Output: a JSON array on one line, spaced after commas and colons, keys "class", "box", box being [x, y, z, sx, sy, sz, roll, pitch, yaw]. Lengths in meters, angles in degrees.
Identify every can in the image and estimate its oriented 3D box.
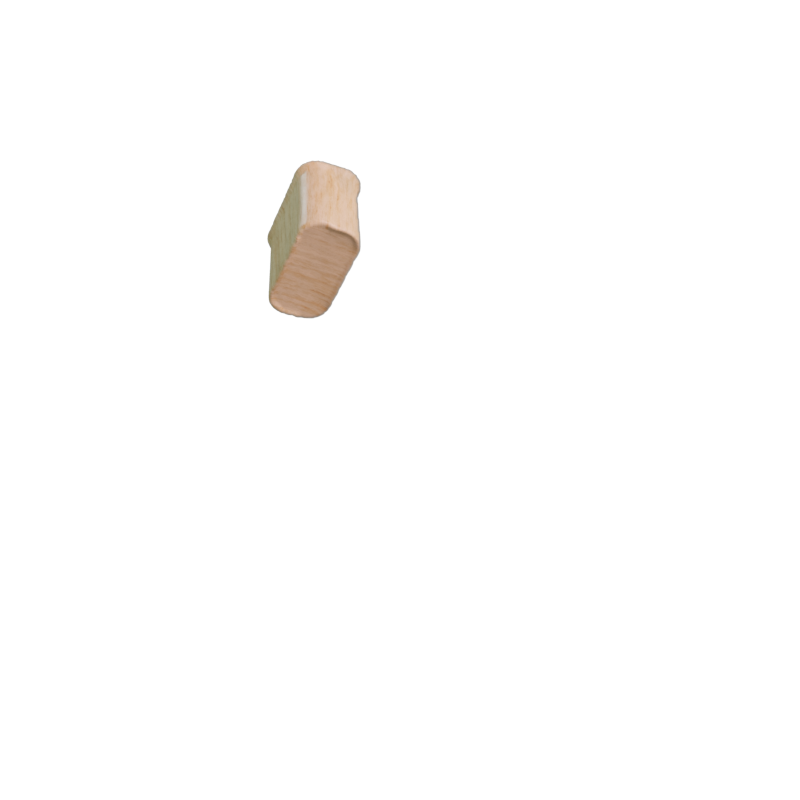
[{"class": "can", "box": [-0.070, -0.129, 0.901, 0.056, 0.098, 0.090, 17, 38, -17]}]
